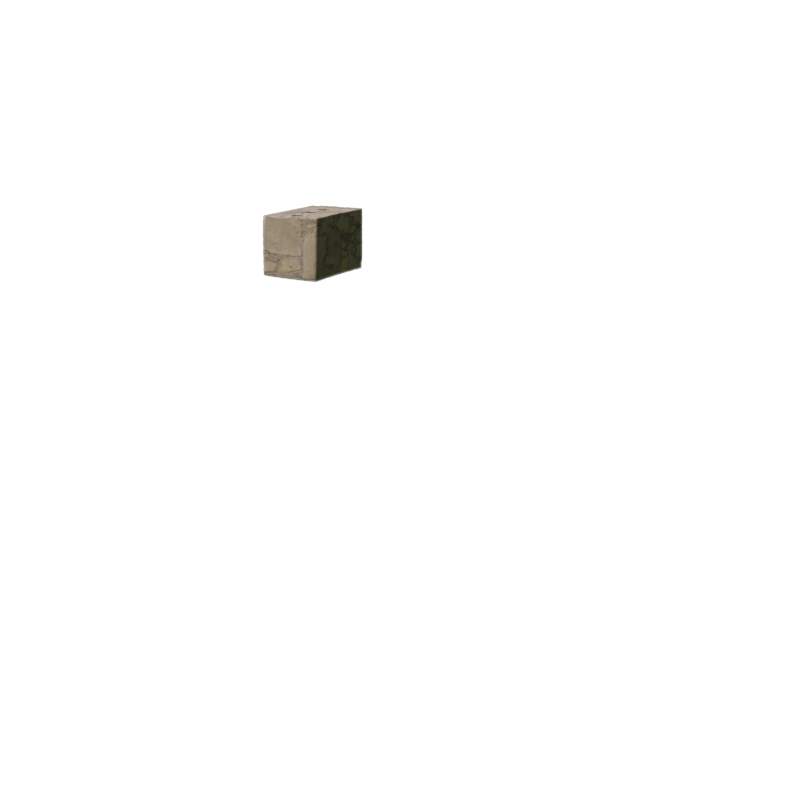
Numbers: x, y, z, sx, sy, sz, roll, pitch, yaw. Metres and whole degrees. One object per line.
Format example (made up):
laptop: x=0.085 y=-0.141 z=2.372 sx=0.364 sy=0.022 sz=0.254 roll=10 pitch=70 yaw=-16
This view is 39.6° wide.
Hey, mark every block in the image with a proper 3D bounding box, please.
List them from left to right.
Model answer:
block: x=-0.071 y=-0.130 z=0.912 sx=0.055 sy=0.050 sz=0.077 roll=7 pitch=16 yaw=26
